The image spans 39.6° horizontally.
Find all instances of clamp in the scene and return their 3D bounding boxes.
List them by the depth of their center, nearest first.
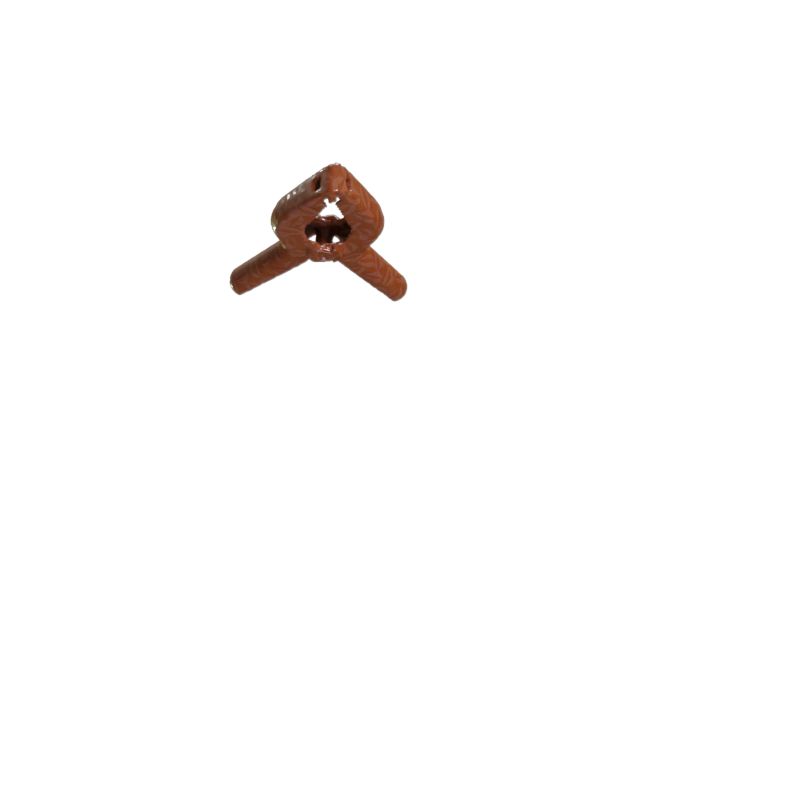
[{"bbox_3d":[-0.075,-0.137,0.959,0.165,0.038,0.198,0,-22,1],"label":"clamp"}]
